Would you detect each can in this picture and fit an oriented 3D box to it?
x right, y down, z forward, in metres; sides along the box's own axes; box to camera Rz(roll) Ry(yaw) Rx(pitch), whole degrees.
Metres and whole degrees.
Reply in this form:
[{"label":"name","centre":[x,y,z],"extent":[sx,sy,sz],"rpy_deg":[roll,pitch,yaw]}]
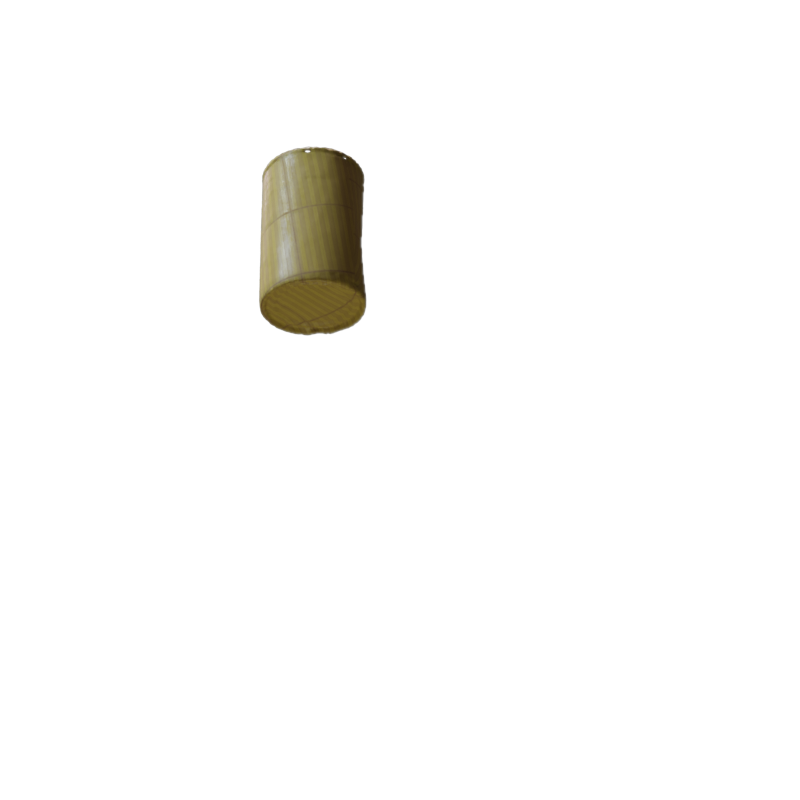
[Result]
[{"label":"can","centre":[-0.055,-0.101,0.706],"extent":[0.068,0.109,0.064],"rpy_deg":[-1,-32,-2]}]
